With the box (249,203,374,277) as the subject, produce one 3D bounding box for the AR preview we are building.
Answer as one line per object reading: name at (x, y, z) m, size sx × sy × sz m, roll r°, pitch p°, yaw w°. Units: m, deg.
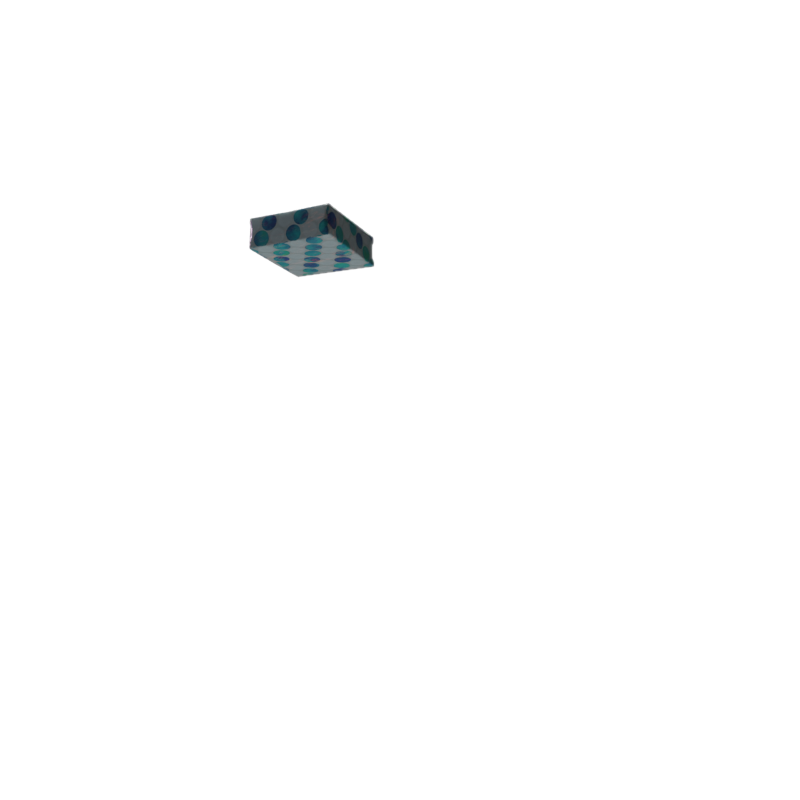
box at (-0.072, -0.131, 0.917) m, size 0.075 × 0.031 × 0.084 m, roll -6°, pitch -14°, yaw 25°
